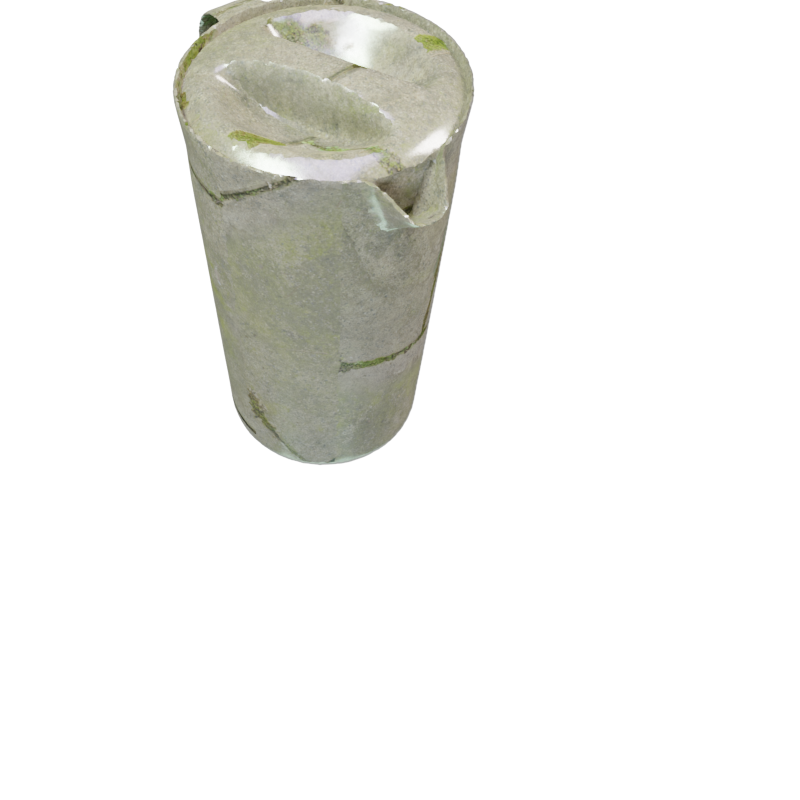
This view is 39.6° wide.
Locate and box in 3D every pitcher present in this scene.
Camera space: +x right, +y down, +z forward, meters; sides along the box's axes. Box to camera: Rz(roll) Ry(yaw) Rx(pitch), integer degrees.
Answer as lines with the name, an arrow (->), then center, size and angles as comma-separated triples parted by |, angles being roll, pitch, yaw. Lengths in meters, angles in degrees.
pitcher -> -0.045, -0.082, 0.578 | 0.146, 0.158, 0.226 | 9, -39, 4
